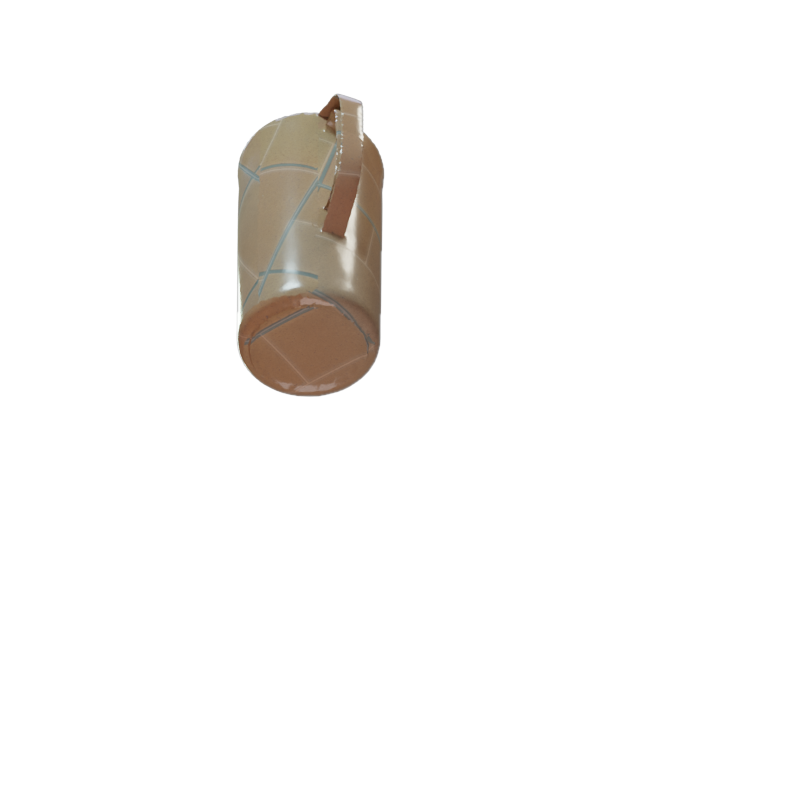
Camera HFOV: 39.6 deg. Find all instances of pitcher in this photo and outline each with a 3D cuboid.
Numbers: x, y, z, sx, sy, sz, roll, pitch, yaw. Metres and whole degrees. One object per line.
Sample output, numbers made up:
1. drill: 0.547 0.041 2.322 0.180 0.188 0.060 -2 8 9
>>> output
1. pitcher: -0.071 -0.130 0.910 0.146 0.138 0.261 -19 40 13
